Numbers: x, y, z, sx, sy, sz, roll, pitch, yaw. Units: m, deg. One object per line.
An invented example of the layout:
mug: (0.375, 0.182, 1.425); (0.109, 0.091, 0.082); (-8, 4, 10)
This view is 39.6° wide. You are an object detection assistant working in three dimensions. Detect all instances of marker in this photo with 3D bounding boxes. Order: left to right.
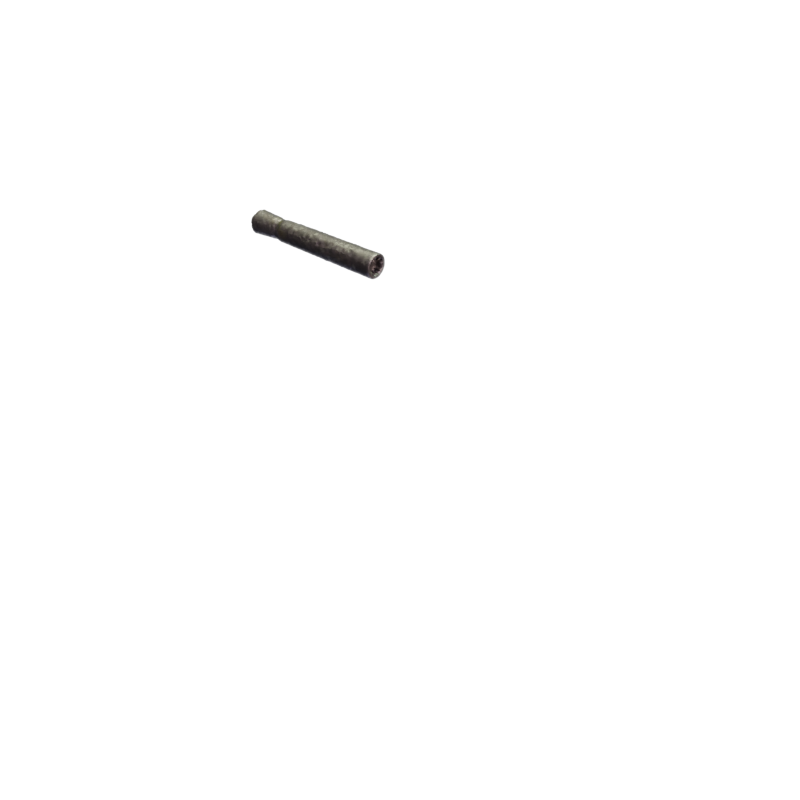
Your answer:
marker: (-0.063, -0.115, 0.806); (0.129, 0.019, 0.019); (26, 19, 36)
